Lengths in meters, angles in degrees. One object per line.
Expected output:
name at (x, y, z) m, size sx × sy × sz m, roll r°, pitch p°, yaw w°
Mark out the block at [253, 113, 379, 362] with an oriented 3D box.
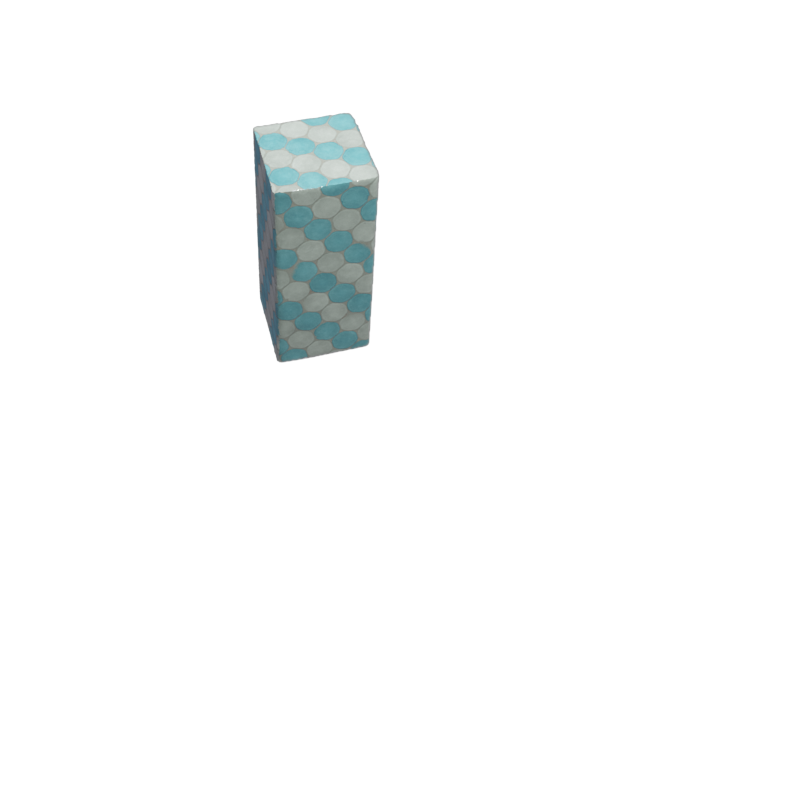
block at (-0.076, -0.140, 0.982) m, size 0.089 × 0.098 × 0.192 m, roll -10°, pitch -42°, yaw -12°
